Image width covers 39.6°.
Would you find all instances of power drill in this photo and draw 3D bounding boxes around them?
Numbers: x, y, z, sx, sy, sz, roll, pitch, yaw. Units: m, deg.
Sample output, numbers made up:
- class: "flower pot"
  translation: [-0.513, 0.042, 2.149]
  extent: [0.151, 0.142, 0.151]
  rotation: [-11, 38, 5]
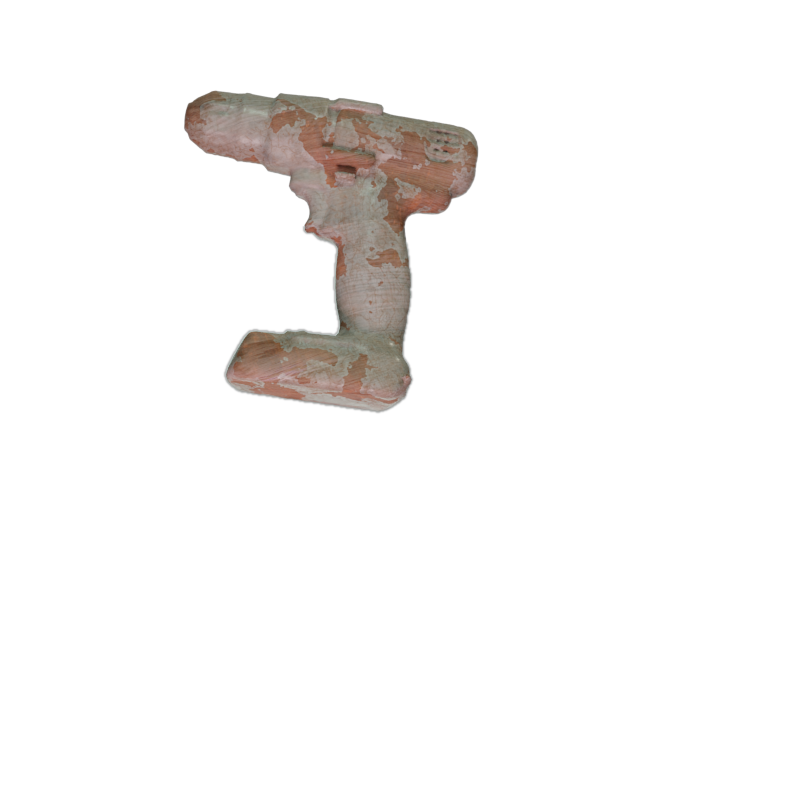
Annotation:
- class: "power drill"
  translation: [-0.052, -0.096, 0.669]
  extent: [0.185, 0.194, 0.055]
  rotation: [8, -17, 2]
